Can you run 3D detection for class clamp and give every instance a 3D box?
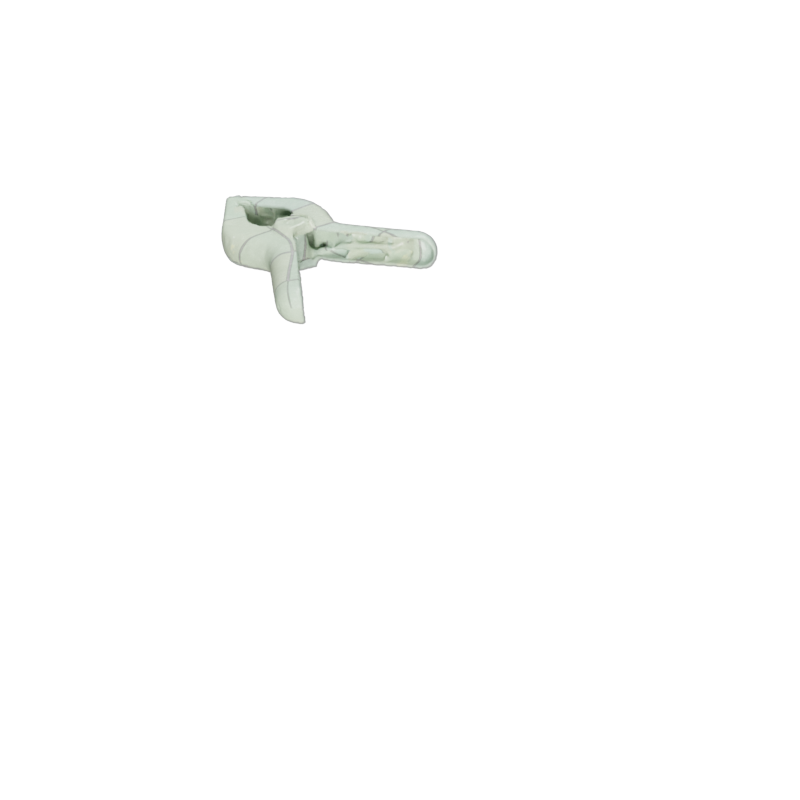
[{"bbox_3d":[-0.059,-0.108,0.758,0.118,0.037,0.185,-15,34,-25],"label":"clamp"}]
